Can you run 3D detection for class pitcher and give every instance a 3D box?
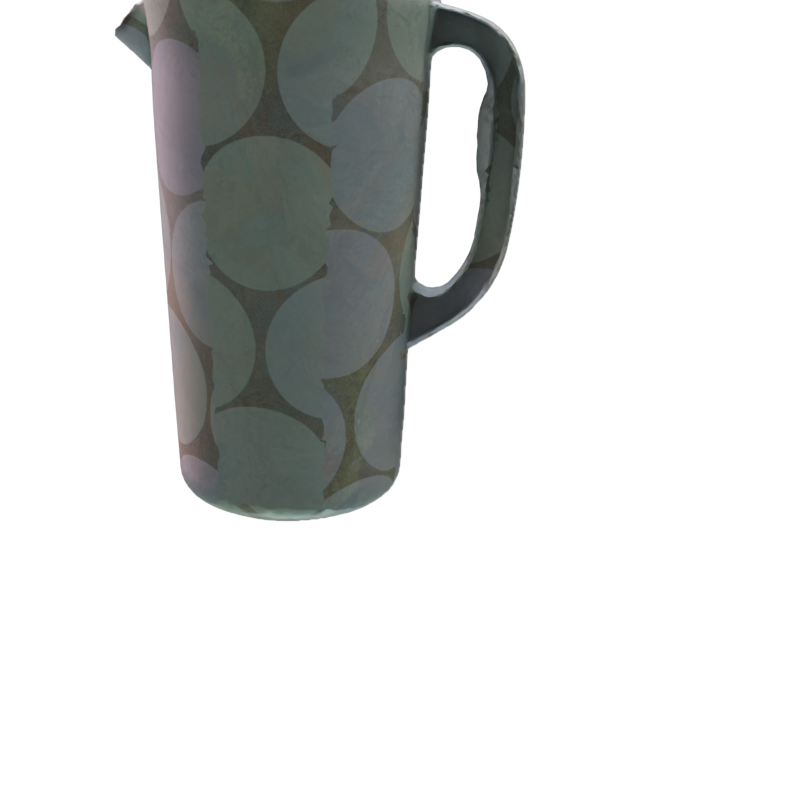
[{"bbox_3d":[-0.041,-0.074,0.519,0.141,0.236,0.158,-10,18,-36],"label":"pitcher"}]
